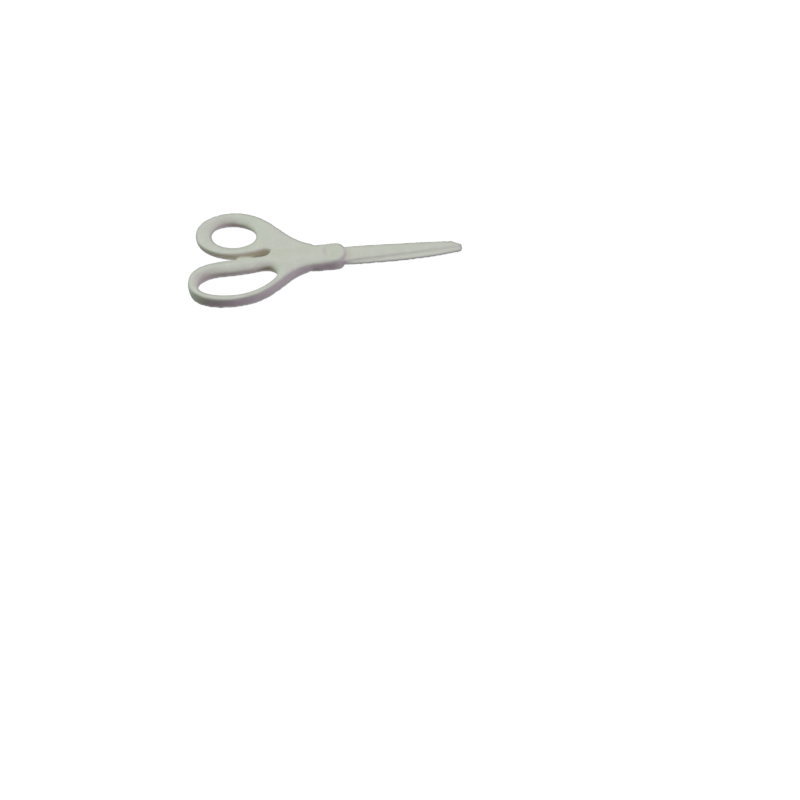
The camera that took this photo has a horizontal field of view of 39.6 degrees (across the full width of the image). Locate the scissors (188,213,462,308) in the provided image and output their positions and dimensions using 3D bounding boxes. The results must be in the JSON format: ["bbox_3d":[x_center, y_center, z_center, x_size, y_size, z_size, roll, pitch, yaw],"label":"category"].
[{"bbox_3d":[-0.065,-0.118,0.828,0.200,0.104,0.015,-18,-38,-15],"label":"scissors"}]
